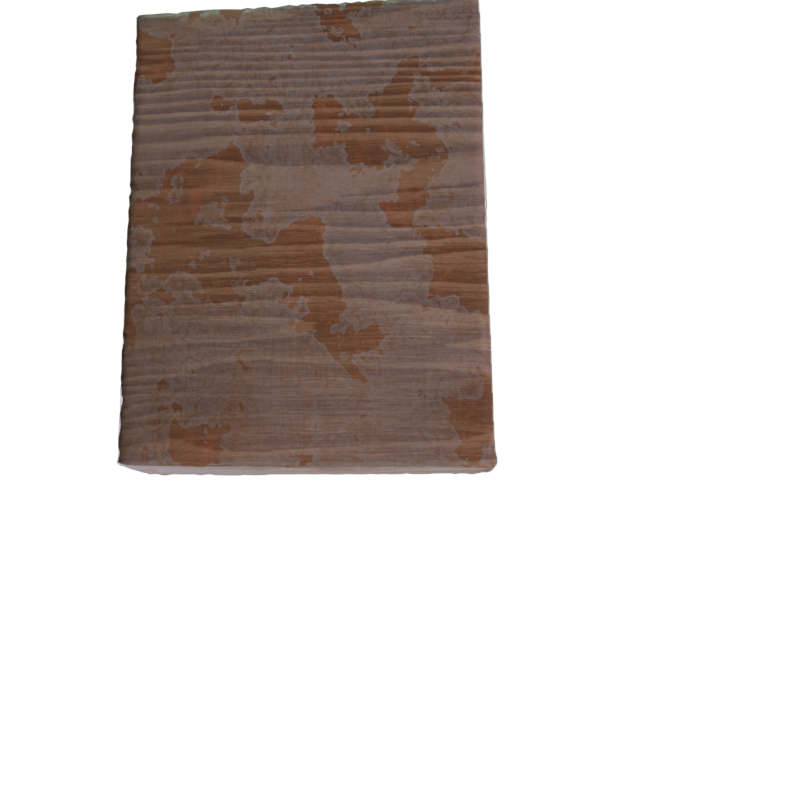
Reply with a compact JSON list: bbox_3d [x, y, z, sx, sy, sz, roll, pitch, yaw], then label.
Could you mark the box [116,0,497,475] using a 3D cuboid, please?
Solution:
[{"bbox_3d":[-0.041,-0.074,0.521,0.165,0.221,0.069,-2,-14,6],"label":"box"}]
